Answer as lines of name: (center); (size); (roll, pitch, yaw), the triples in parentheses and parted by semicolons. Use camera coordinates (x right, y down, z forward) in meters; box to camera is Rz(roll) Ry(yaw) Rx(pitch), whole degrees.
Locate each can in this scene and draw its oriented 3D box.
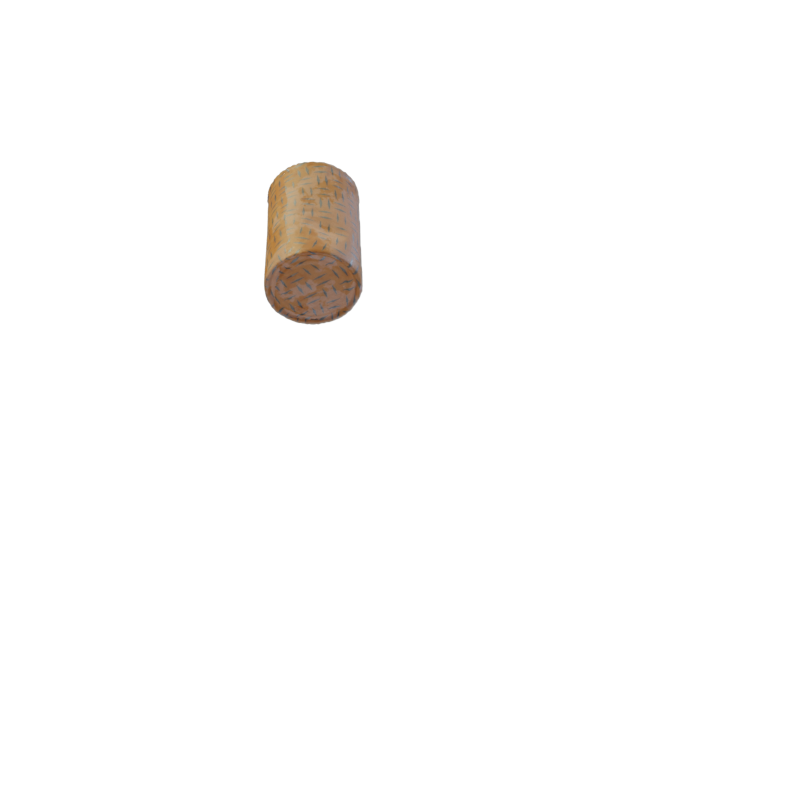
can: (-0.061, -0.111, 0.780); (0.068, 0.064, 0.110); (-1, 43, -3)
